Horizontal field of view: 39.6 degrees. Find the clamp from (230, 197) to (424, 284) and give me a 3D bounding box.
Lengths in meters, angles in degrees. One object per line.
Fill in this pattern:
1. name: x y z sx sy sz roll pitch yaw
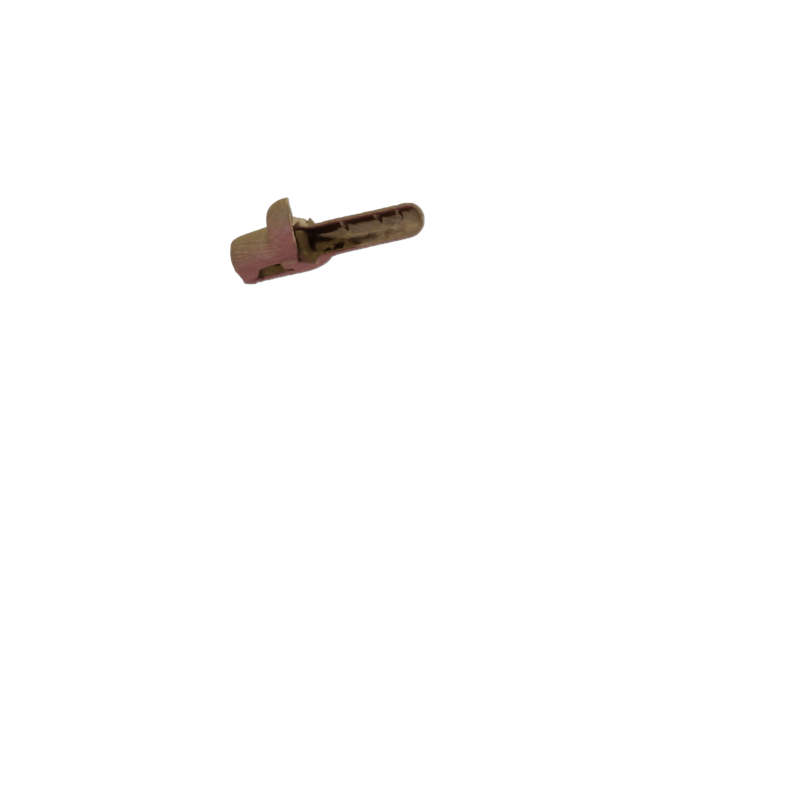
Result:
1. clamp: -0.064 -0.116 0.812 0.116 0.040 0.173 2 -5 -24
